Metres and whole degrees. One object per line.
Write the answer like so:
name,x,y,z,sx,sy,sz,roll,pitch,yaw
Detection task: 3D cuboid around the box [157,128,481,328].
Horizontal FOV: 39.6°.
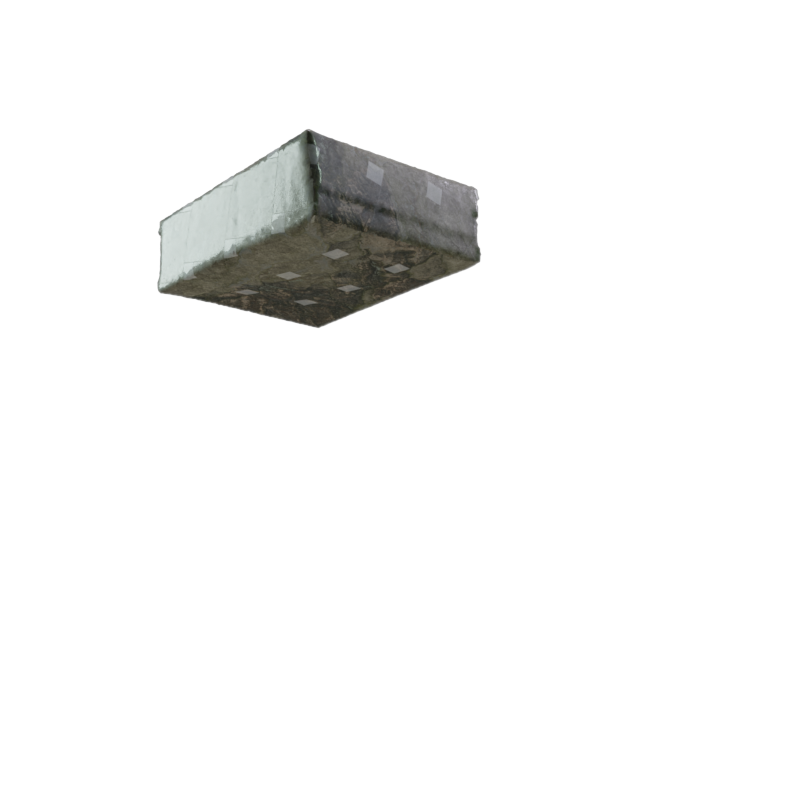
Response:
box,-0.037,-0.067,0.468,0.085,0.040,0.115,11,-17,-39
